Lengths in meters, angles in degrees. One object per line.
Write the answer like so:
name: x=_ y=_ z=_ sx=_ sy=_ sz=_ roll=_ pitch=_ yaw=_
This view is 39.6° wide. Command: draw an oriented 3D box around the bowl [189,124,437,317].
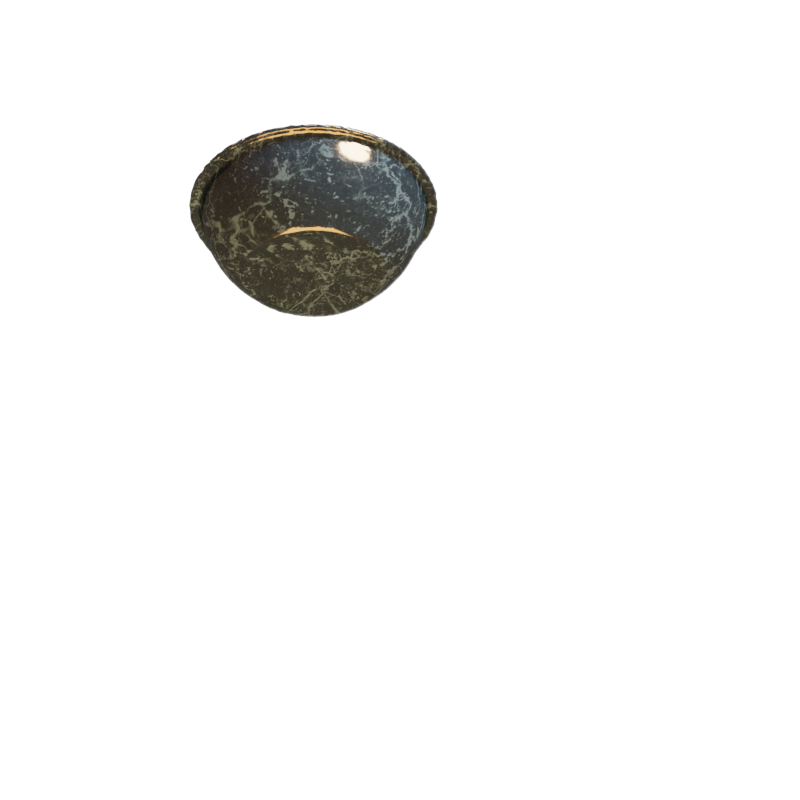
bowl: x=-0.056 y=-0.101 z=0.709 sx=0.162 sy=0.059 sz=0.151 roll=1 pitch=-35 yaw=-2
